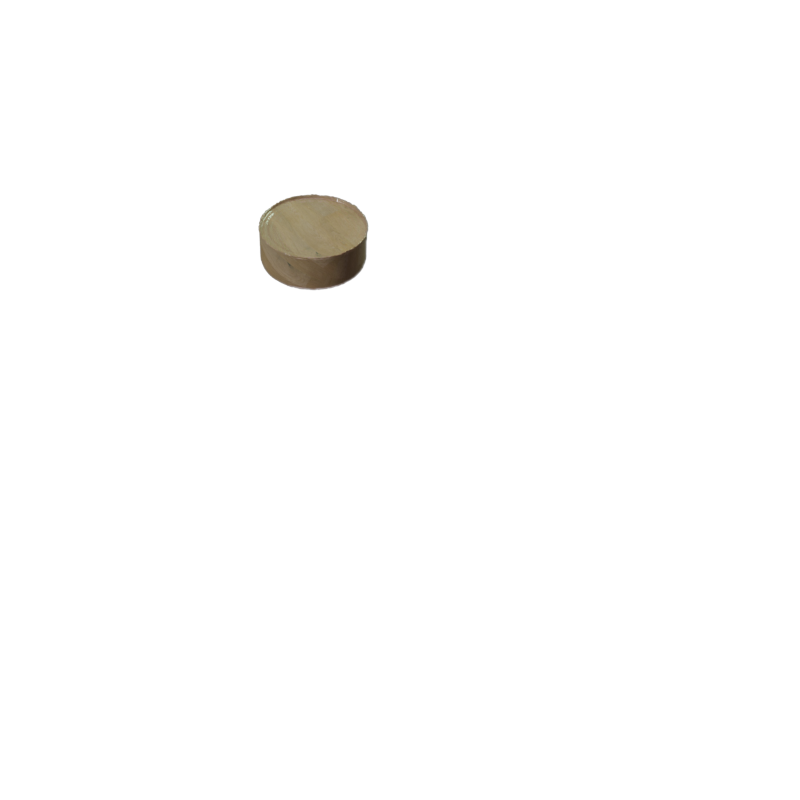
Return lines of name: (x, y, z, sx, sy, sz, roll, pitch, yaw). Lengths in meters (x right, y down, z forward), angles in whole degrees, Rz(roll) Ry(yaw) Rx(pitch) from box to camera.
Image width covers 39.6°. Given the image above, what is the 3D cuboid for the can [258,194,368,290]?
can: (-0.068, -0.125, 0.874, 0.086, 0.031, 0.092, -1, 41, -2)
